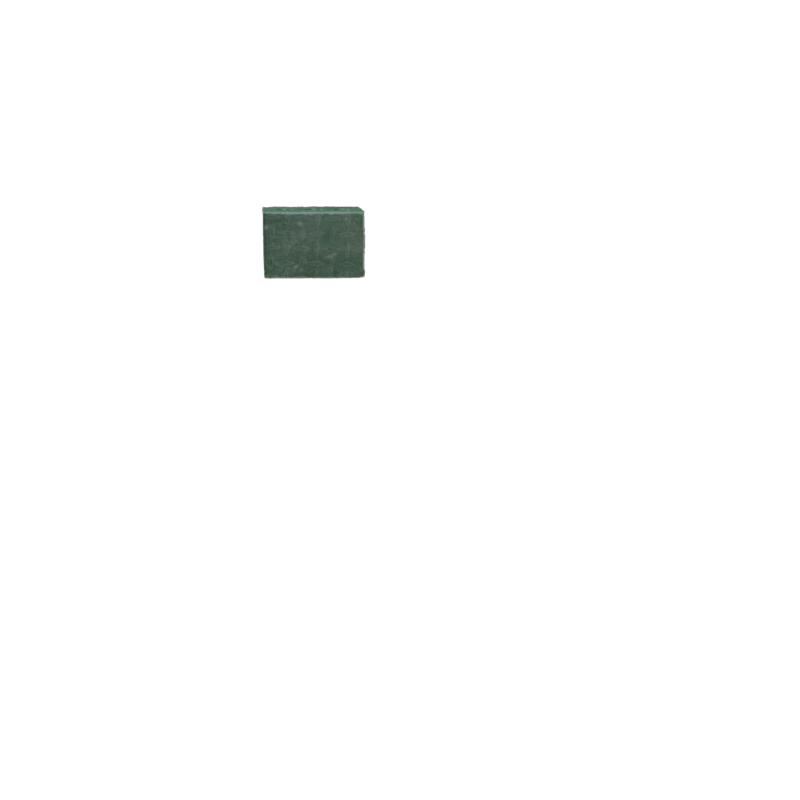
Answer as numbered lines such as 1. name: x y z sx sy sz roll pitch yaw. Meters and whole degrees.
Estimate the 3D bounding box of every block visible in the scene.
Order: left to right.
1. block: -0.066 -0.120 0.843 0.077 0.050 0.054 -1 9 -4
